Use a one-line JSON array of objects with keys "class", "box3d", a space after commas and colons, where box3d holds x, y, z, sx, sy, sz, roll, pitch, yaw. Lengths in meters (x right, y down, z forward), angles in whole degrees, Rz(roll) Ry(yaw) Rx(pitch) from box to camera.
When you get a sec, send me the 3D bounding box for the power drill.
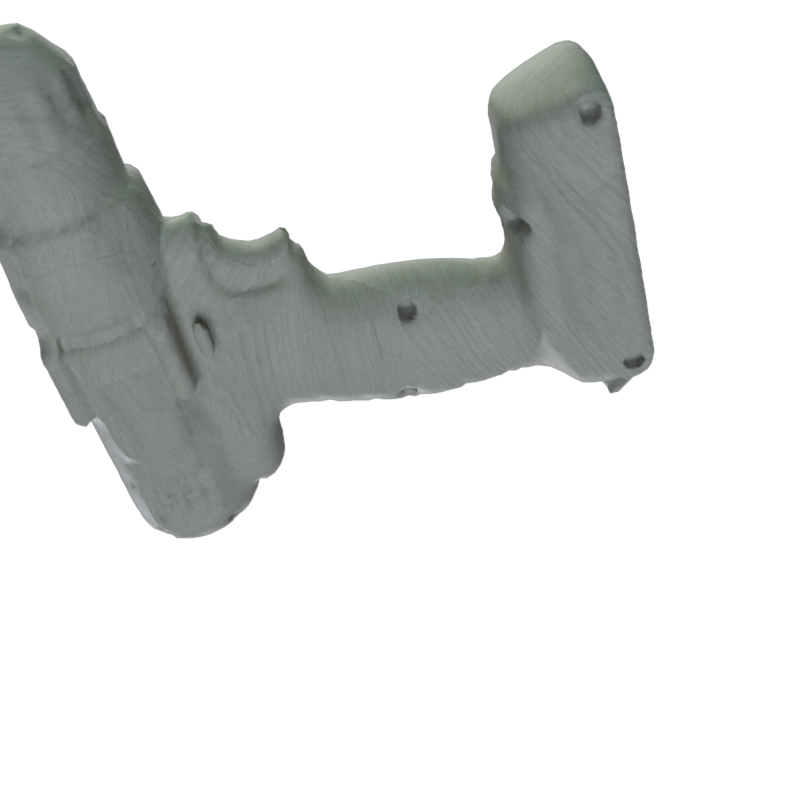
[{"class": "power drill", "box3d": [-0.027, -0.049, 0.344, 0.189, 0.172, 0.061, -13, 33, 8]}]
